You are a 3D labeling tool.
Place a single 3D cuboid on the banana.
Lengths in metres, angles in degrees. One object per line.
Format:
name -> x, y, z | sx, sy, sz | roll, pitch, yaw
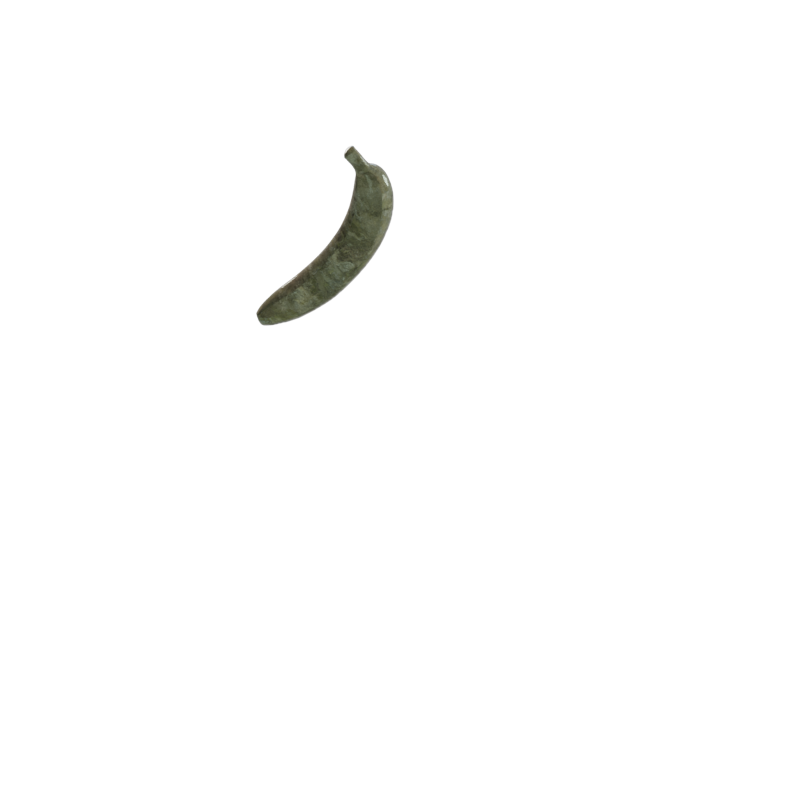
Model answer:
banana -> -0.056, -0.132, 0.947 | 0.067, 0.190, 0.039 | 22, 34, -17
